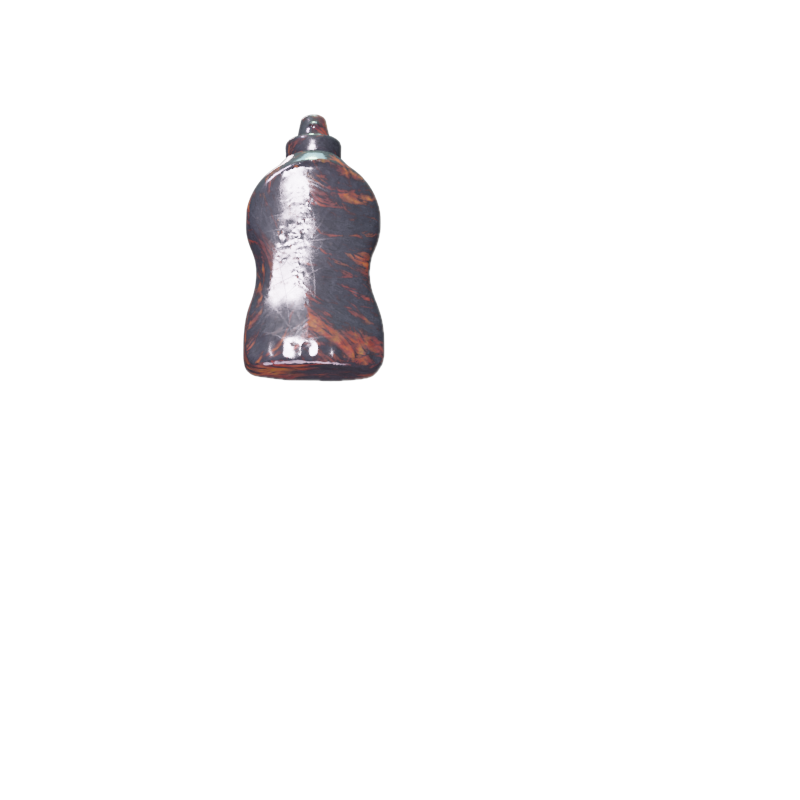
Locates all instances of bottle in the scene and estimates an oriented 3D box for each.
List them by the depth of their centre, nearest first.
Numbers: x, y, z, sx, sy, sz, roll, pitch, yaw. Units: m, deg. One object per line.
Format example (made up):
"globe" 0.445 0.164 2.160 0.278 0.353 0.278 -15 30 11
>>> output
"bottle" -0.062 -0.113 0.787 0.095 0.200 0.056 1 -19 -6
